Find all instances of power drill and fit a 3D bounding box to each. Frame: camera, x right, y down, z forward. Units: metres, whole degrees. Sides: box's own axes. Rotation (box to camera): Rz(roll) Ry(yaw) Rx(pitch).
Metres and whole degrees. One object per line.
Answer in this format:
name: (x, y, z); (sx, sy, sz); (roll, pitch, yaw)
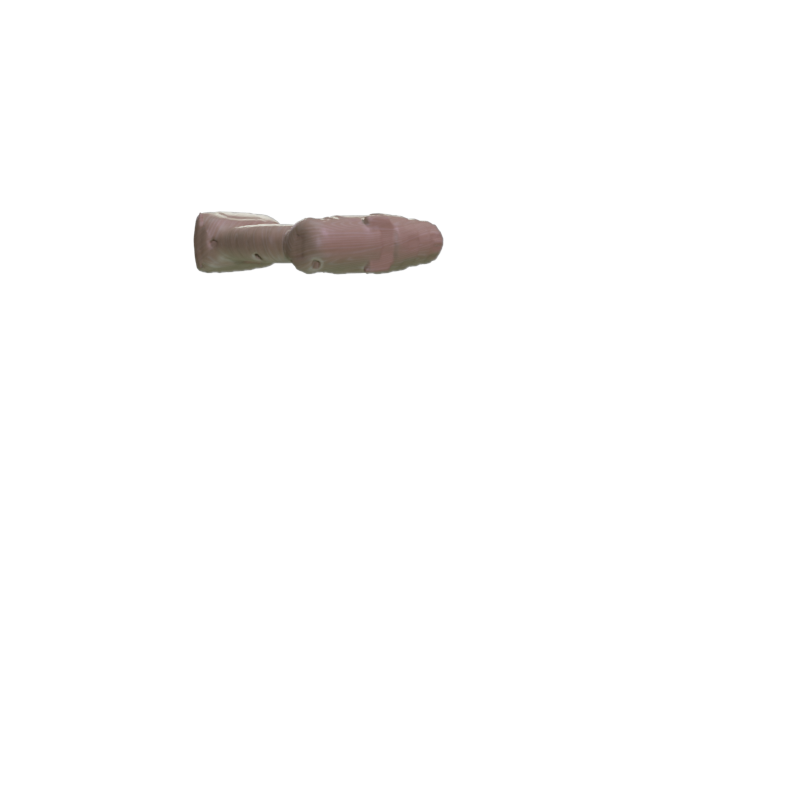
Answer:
power drill: (-0.078, -0.142, 0.995); (0.195, 0.057, 0.178); (5, 8, 39)
